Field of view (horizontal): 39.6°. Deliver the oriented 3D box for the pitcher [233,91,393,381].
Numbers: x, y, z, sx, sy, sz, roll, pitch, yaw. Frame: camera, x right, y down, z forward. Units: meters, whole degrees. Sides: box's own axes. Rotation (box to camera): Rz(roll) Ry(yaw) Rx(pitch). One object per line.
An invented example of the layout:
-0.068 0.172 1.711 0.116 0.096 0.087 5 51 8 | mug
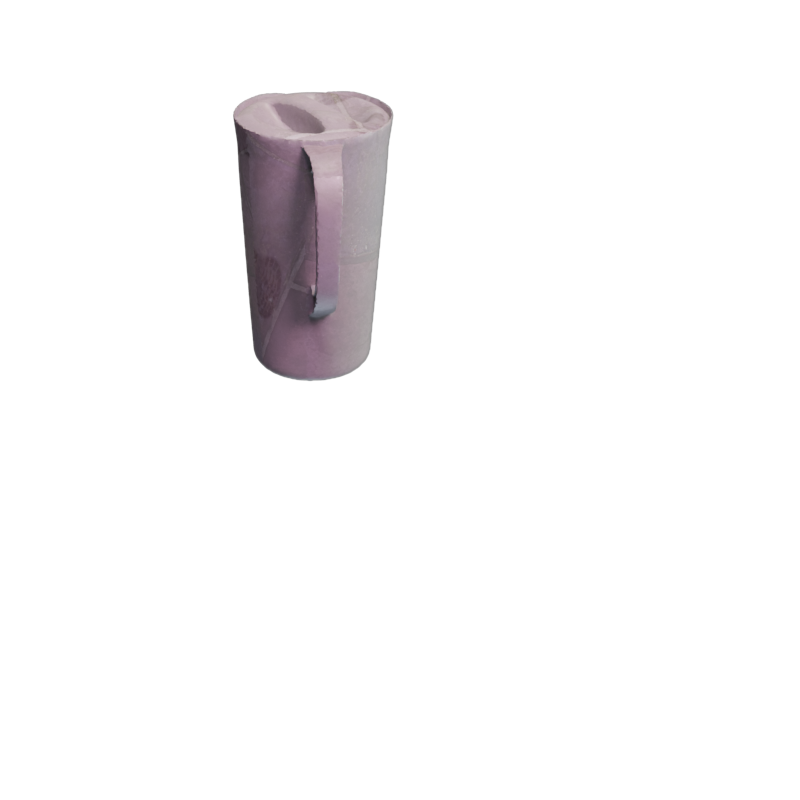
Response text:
-0.075 -0.137 0.961 0.153 0.229 0.150 19 33 29 | pitcher
